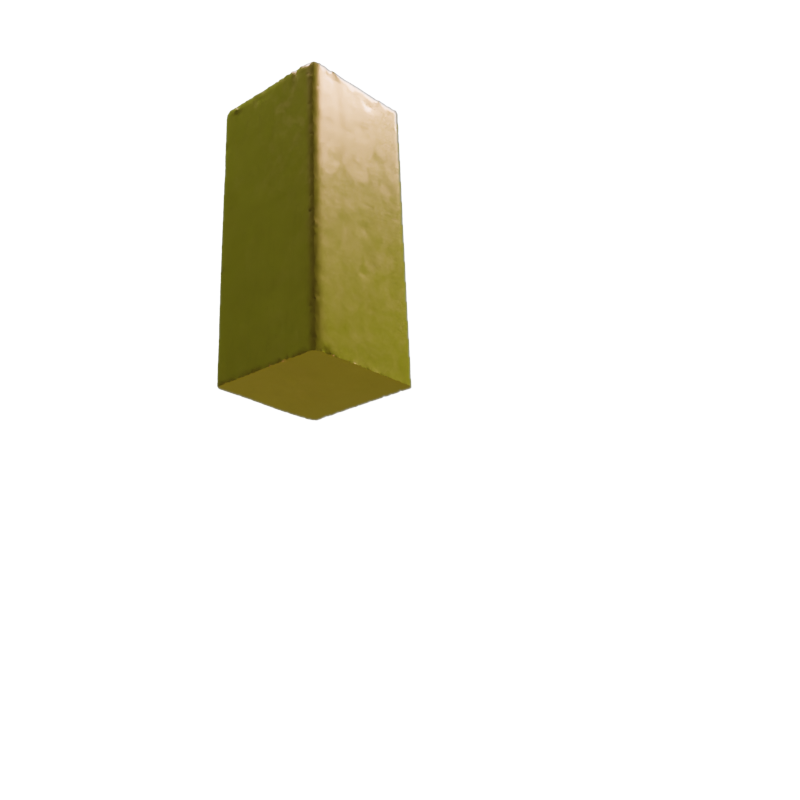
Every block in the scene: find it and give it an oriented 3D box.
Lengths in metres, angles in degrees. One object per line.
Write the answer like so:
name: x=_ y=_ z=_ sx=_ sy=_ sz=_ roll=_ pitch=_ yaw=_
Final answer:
block: x=-0.058 y=-0.105 z=0.735 sx=0.091 sy=0.218 sz=0.084 roll=-23 pitch=-33 yaw=37
